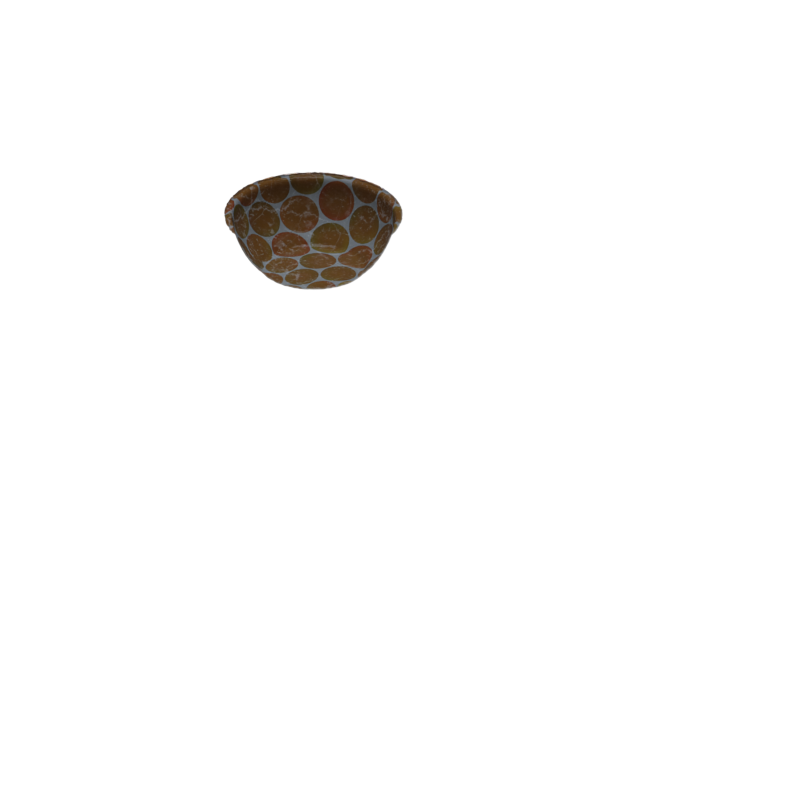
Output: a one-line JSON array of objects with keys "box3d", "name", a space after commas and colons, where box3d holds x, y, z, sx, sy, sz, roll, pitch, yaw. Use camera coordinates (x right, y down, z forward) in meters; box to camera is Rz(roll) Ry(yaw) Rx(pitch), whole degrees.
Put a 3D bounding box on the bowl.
[{"box3d": [-0.078, -0.142, 0.992, 0.162, 0.058, 0.154, 1, -21, -2], "name": "bowl"}]
